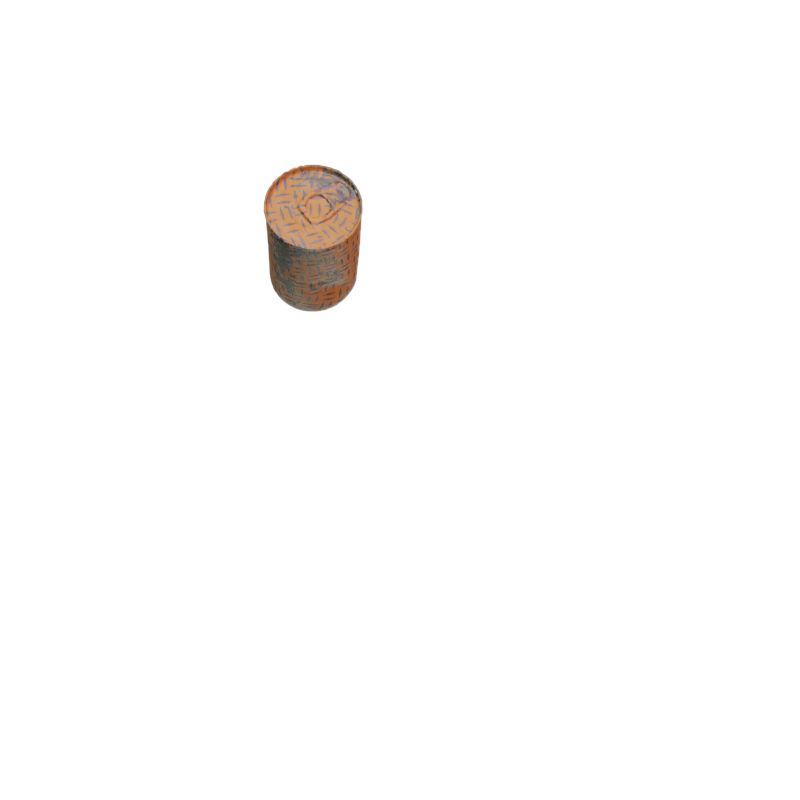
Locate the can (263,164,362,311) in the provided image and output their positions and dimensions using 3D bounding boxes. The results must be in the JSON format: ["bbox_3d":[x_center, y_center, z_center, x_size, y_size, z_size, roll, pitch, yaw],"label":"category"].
[{"bbox_3d":[-0.063,-0.114,0.802,0.068,0.073,0.097,0,-24,-3],"label":"can"}]
